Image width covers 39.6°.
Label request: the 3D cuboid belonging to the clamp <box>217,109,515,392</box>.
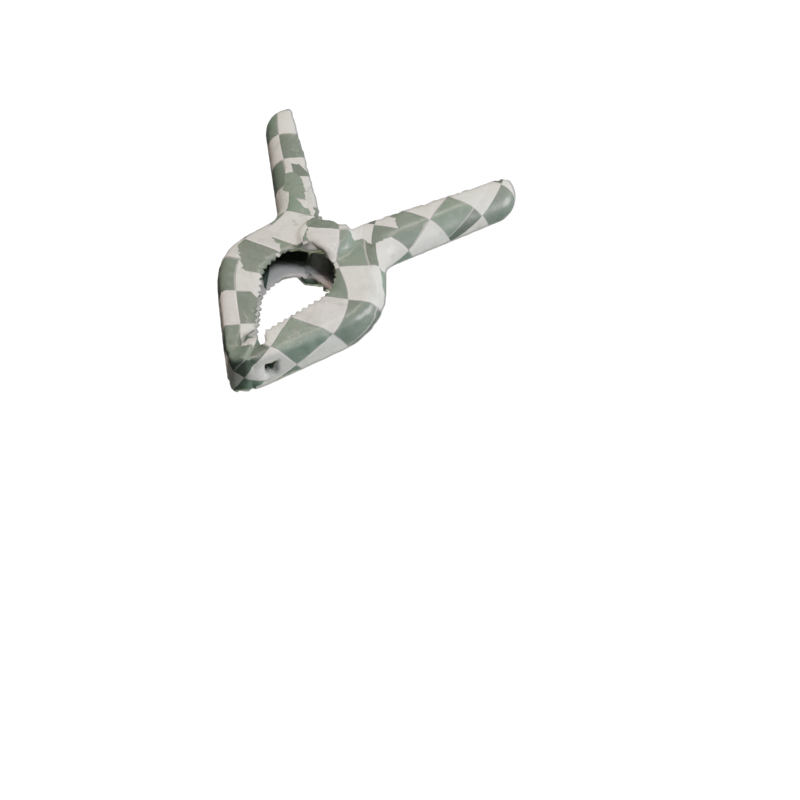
[{"bbox_3d":[-0.050,-0.091,0.639,0.172,0.034,0.216,24,52,20],"label":"clamp"}]
